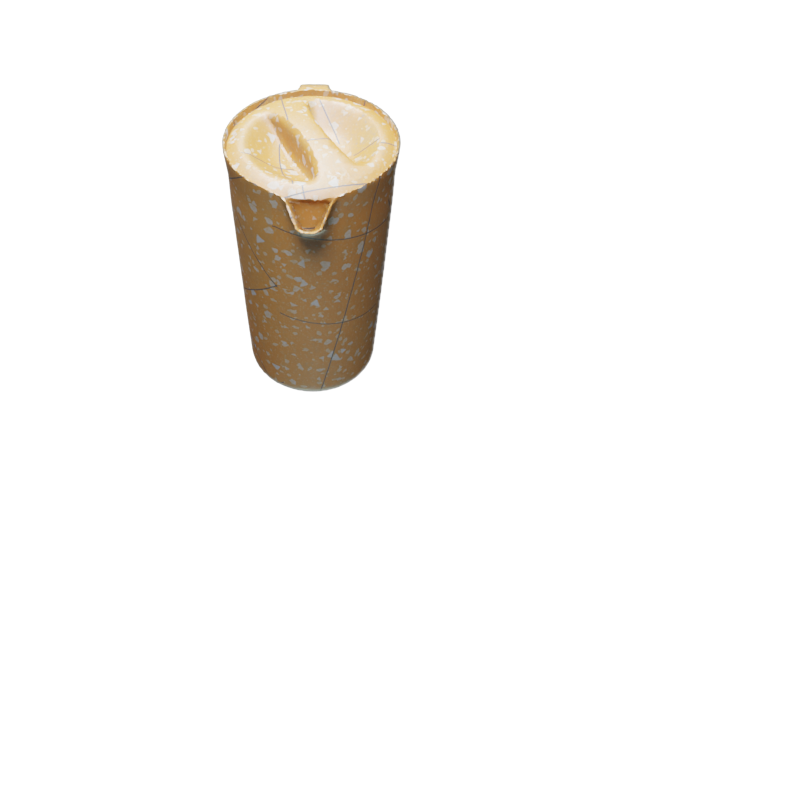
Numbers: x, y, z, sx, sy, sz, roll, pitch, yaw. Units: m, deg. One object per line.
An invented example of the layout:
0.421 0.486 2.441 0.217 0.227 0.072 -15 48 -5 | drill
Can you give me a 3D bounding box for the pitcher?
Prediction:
-0.072 -0.130 0.913 0.154 0.226 0.150 36 55 27 | pitcher
